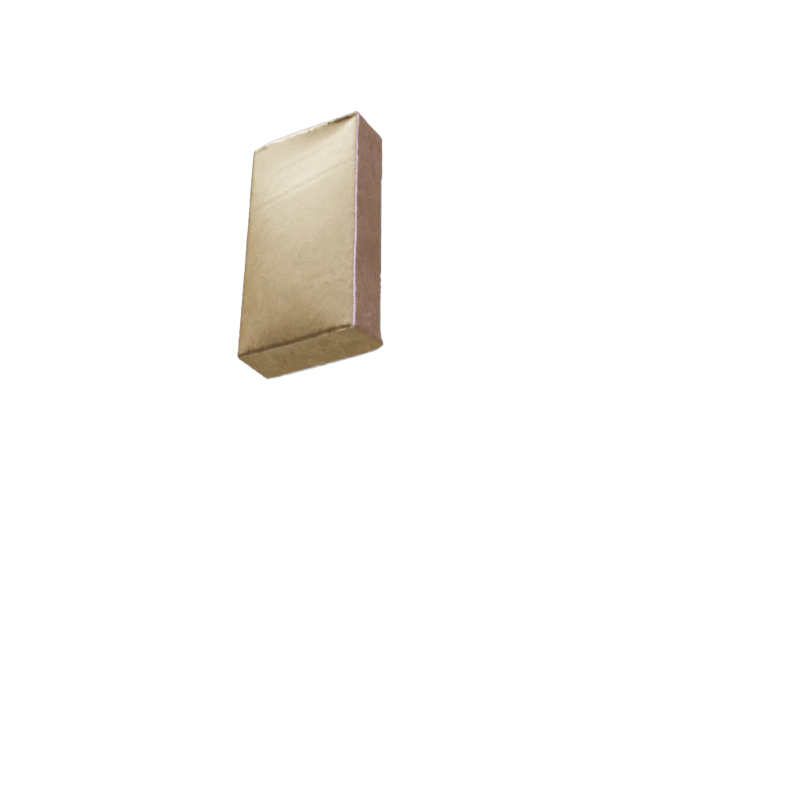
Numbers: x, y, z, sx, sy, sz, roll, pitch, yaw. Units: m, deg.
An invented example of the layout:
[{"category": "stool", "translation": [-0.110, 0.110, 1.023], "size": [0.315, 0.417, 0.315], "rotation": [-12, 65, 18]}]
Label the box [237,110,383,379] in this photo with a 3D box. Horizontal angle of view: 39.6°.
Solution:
[{"category": "box", "translation": [-0.061, -0.110, 0.770], "size": [0.094, 0.188, 0.044], "rotation": [-17, -32, 25]}]
